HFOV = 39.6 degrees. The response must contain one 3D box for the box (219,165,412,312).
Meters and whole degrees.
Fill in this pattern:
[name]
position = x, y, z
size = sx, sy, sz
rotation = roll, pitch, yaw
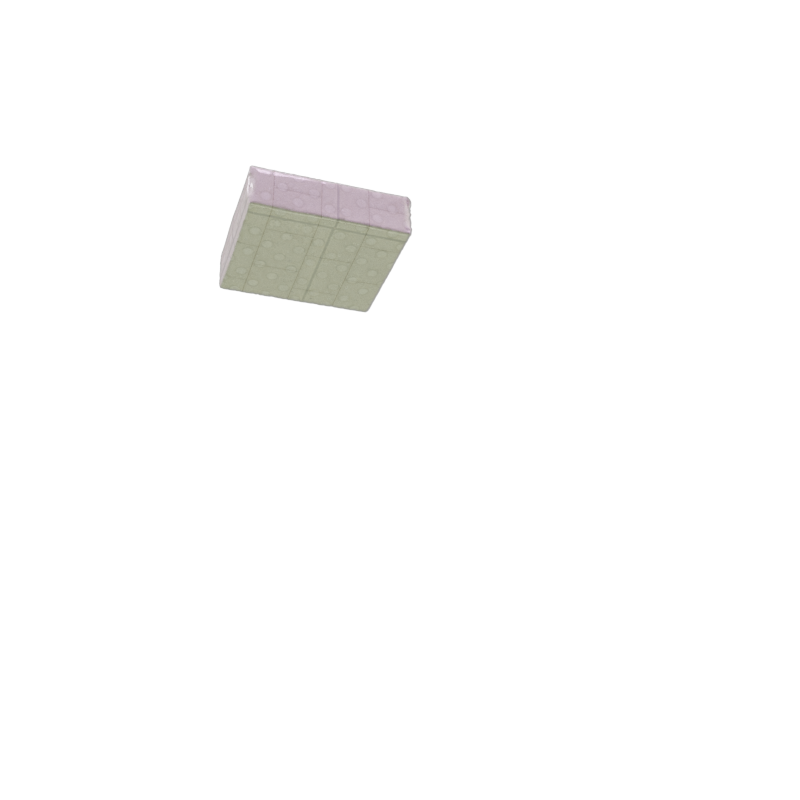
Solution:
[box]
position = -0.047, -0.085, 0.596
size = 0.087, 0.032, 0.070
rotation = 9, -36, -14
